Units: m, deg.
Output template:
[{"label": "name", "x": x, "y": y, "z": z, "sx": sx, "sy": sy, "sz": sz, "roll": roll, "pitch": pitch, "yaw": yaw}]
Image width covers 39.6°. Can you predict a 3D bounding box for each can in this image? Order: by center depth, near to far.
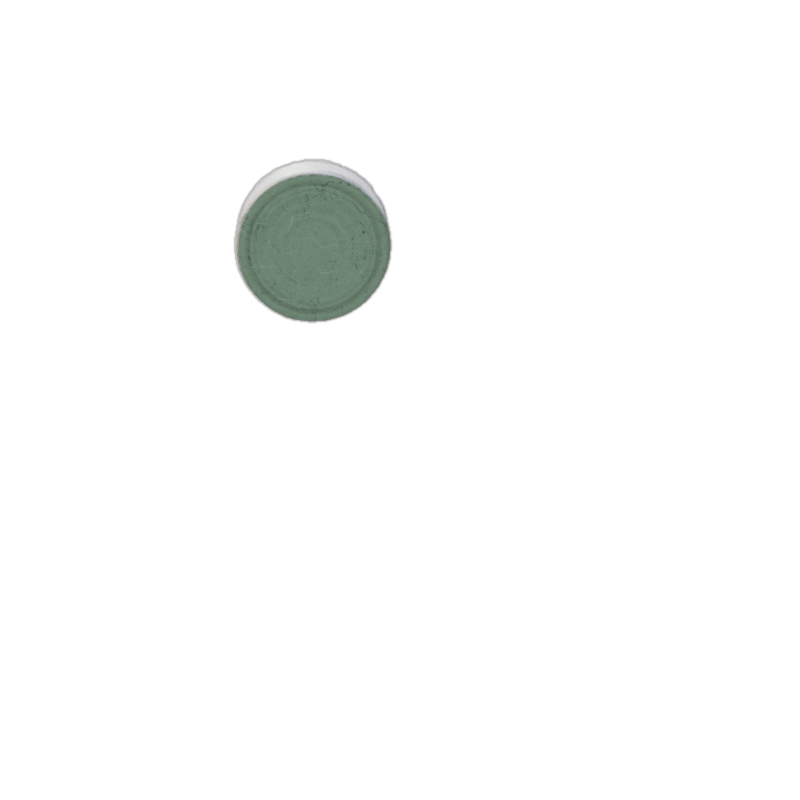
[{"label": "can", "x": -0.048, "y": -0.087, "z": 0.610, "sx": 0.086, "sy": 0.083, "sz": 0.035, "roll": 0, "pitch": 15, "yaw": -1}]
